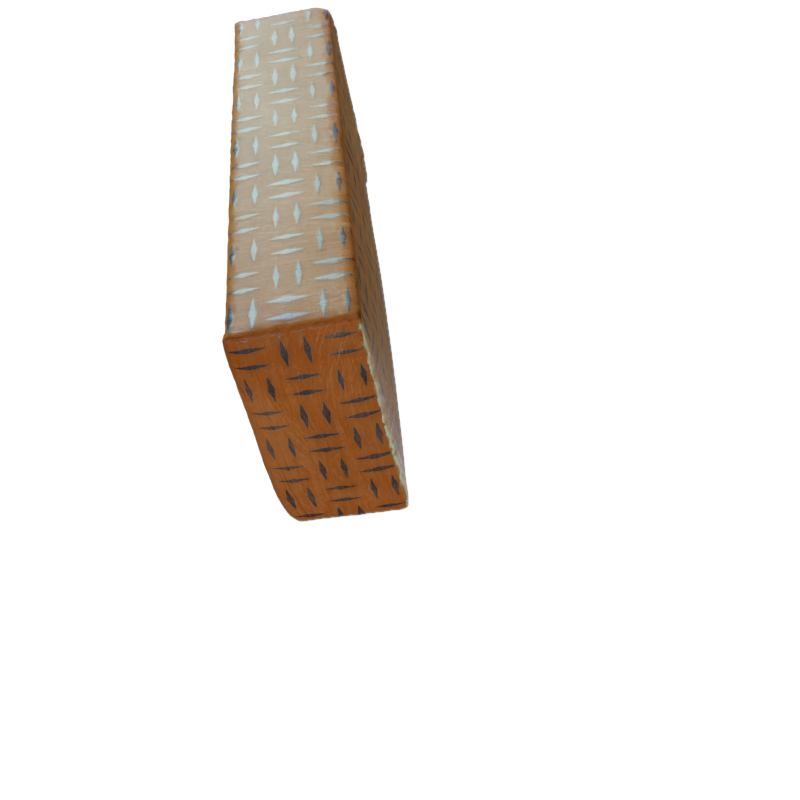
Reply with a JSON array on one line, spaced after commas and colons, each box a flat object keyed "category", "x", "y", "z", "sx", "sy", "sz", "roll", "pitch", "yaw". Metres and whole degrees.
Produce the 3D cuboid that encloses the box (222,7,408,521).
[{"category": "box", "x": -0.031, "y": -0.057, "z": 0.396, "sx": 0.048, "sy": 0.189, "sz": 0.086, "roll": -9, "pitch": -44, "yaw": 5}]
